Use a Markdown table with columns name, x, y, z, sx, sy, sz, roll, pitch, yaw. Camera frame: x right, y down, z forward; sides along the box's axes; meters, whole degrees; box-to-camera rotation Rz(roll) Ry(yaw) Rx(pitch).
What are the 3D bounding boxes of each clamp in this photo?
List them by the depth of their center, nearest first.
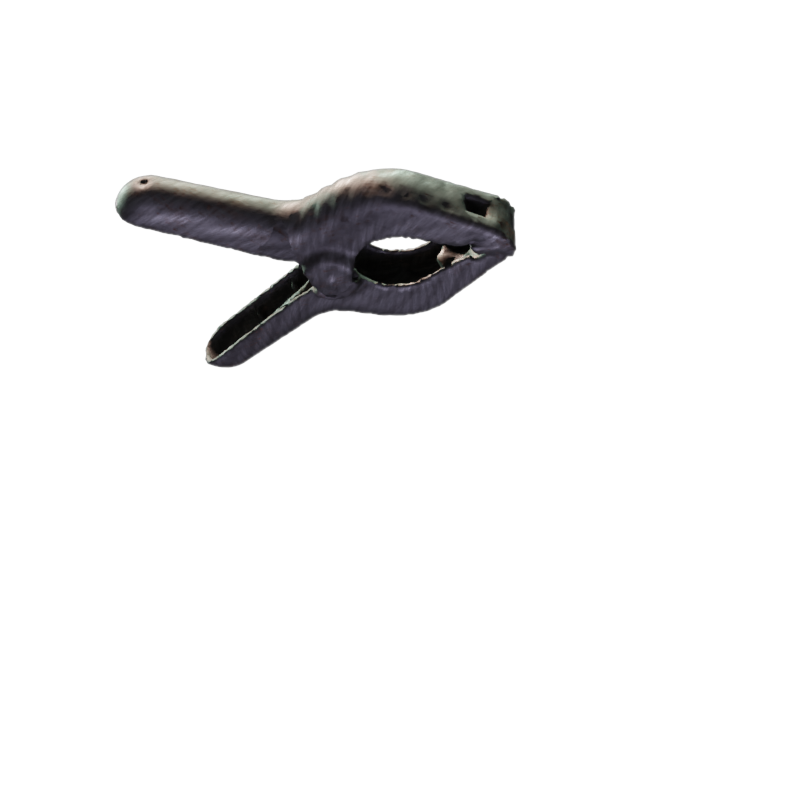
| name | x | y | z | sx | sy | sz | roll | pitch | yaw |
| --- | --- | --- | --- | --- | --- | --- | --- | --- | --- |
| clamp | -0.039 | -0.071 | 0.494 | 0.173 | 0.042 | 0.111 | -15 | -38 | 20 |
